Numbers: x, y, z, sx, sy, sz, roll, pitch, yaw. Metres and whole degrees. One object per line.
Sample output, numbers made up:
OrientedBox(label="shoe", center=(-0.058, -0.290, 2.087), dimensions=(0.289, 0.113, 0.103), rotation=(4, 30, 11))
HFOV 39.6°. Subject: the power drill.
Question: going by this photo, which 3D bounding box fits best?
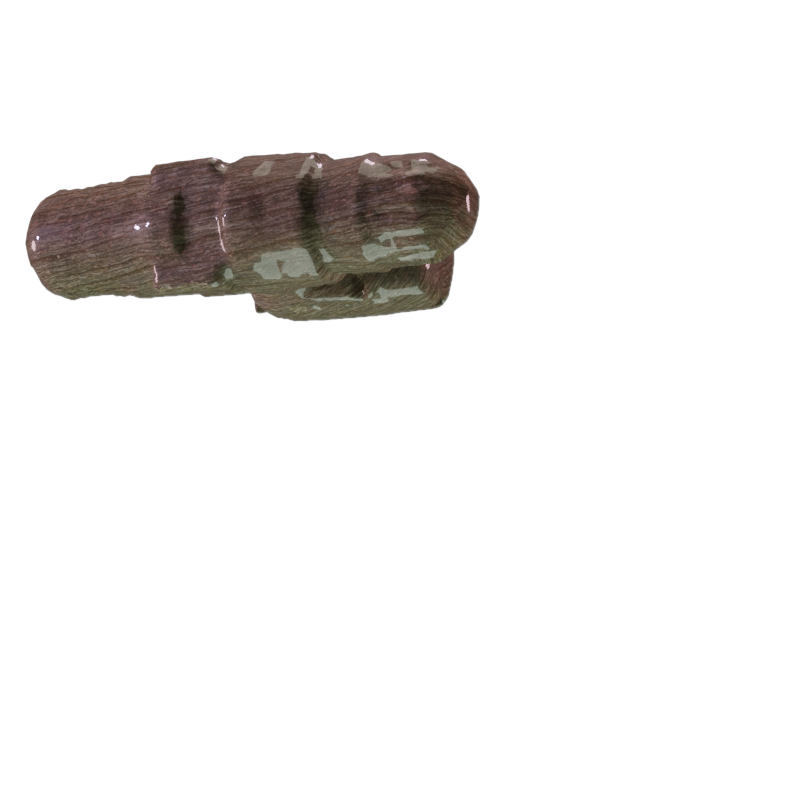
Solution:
OrientedBox(label="power drill", center=(-0.038, -0.069, 0.484), dimensions=(0.189, 0.058, 0.181), rotation=(0, 0, 21))
